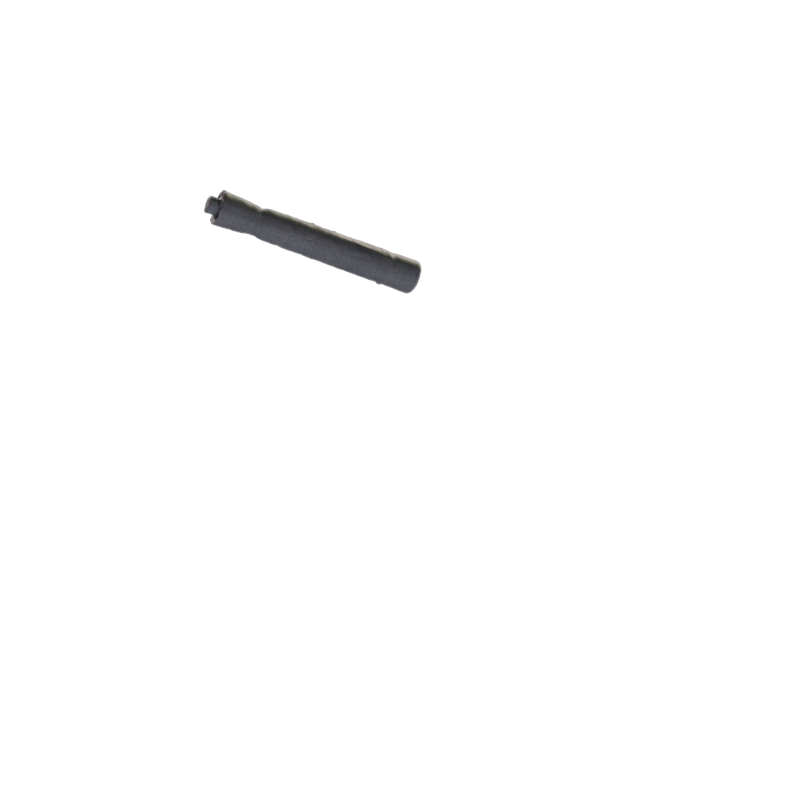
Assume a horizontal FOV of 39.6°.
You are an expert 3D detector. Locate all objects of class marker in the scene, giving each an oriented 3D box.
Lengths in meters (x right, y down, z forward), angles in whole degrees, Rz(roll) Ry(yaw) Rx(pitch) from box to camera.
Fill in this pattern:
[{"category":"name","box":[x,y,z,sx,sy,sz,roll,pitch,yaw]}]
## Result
[{"category":"marker","box":[-0.046,-0.083,0.583,0.117,0.020,0.020,18,-2,-18]}]
